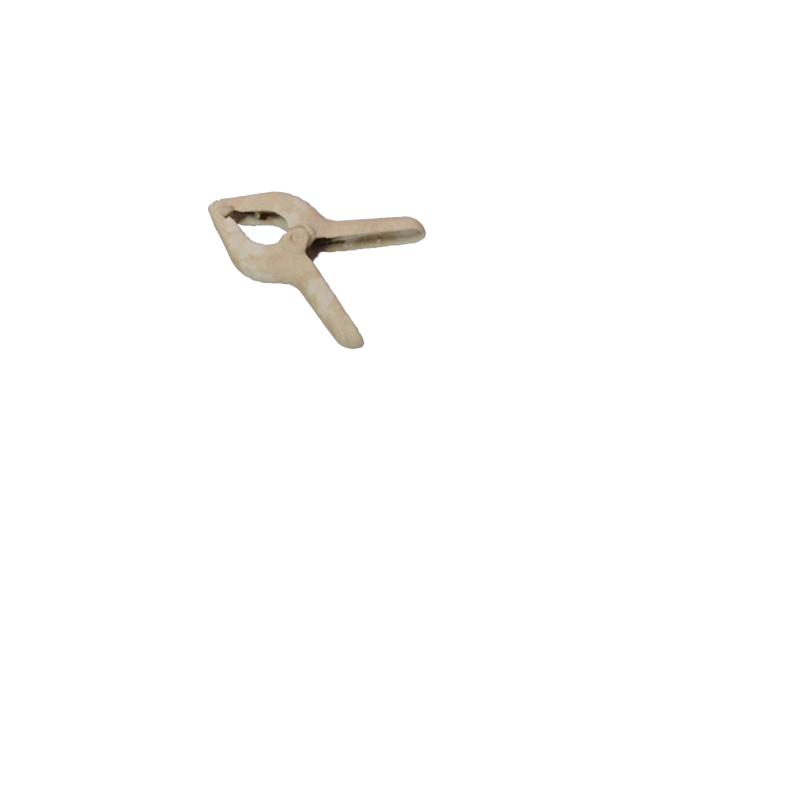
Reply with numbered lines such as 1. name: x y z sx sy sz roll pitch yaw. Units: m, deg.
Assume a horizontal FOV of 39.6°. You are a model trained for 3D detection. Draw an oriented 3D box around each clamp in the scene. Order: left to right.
1. clamp: -0.069 -0.125 0.877 0.179 0.123 0.037 32 -27 19
